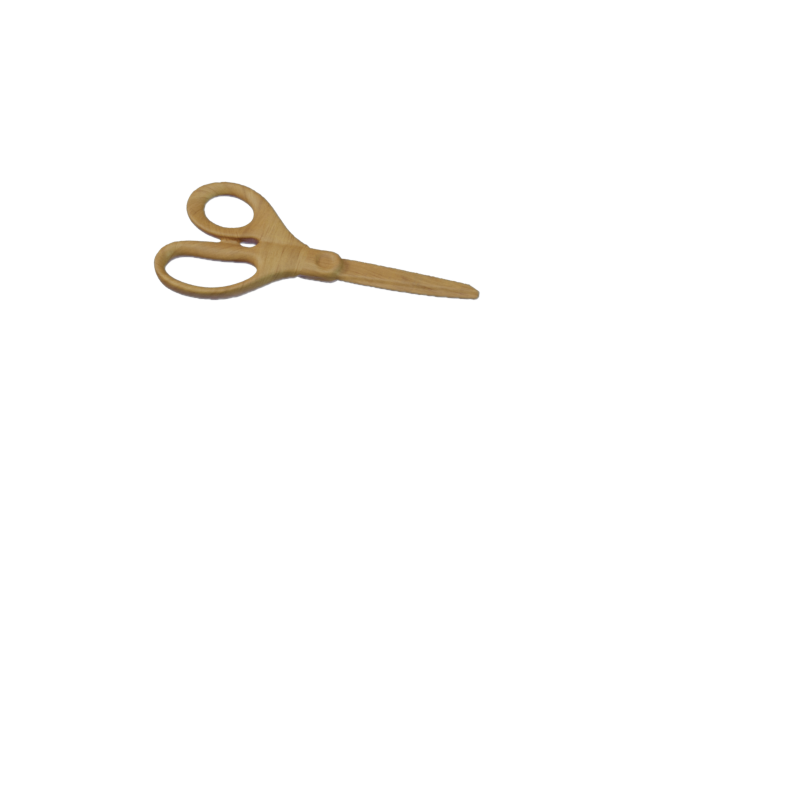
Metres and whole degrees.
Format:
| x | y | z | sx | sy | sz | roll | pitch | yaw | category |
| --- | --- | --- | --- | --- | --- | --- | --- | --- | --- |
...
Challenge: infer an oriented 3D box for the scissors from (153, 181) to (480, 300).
| x | y | z | sx | sy | sz | roll | pitch | yaw | category |
| --- | --- | --- | --- | --- | --- | --- | --- | --- | --- |
| -0.056 | -0.101 | 0.710 | 0.201 | 0.103 | 0.015 | -3 | -32 | -2 | scissors |
